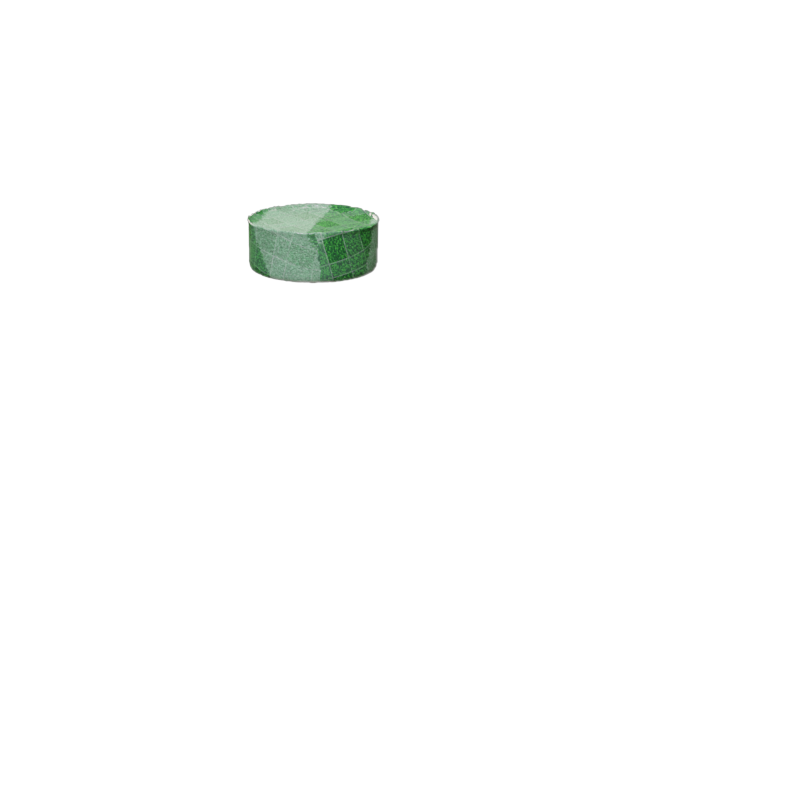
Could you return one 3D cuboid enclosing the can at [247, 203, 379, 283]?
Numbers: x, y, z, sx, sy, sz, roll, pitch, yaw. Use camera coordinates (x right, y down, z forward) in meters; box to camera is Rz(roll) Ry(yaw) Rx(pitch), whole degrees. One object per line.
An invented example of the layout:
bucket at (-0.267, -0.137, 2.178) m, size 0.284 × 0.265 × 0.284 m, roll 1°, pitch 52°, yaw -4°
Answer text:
can at (-0.057, -0.103, 0.723) m, size 0.086 × 0.032 × 0.090 m, roll -1°, pitch 21°, yaw -2°
